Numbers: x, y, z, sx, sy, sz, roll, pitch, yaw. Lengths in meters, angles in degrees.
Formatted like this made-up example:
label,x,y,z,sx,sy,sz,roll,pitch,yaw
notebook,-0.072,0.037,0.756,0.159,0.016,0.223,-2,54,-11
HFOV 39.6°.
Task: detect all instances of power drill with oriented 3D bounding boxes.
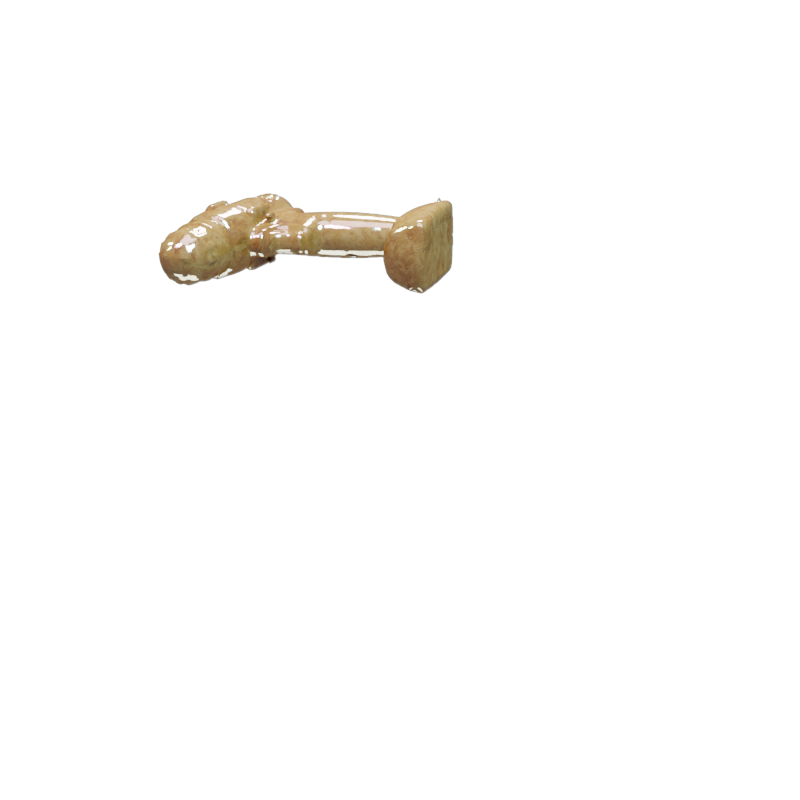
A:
label,x,y,z,sx,sy,sz,roll,pitch,yaw
power drill,-0.064,-0.117,0.817,0.193,0.055,0.187,7,21,17
